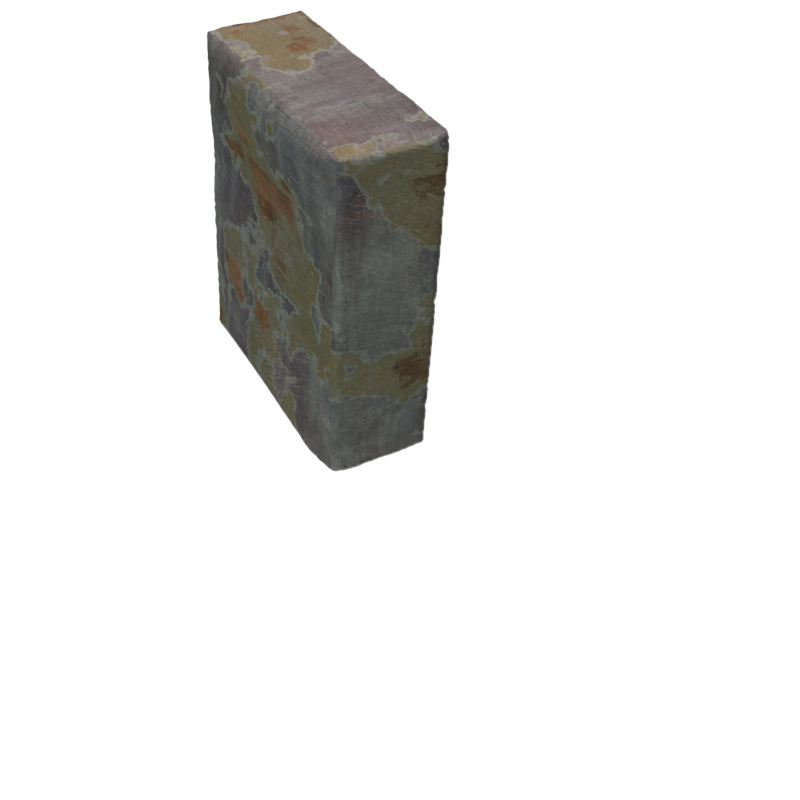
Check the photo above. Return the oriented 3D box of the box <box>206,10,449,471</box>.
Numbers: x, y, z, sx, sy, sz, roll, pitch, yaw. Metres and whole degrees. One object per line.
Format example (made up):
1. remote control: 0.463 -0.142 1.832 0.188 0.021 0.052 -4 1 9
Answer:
1. box: -0.050 -0.092 0.641 0.071 0.200 0.178 -17 43 -24
